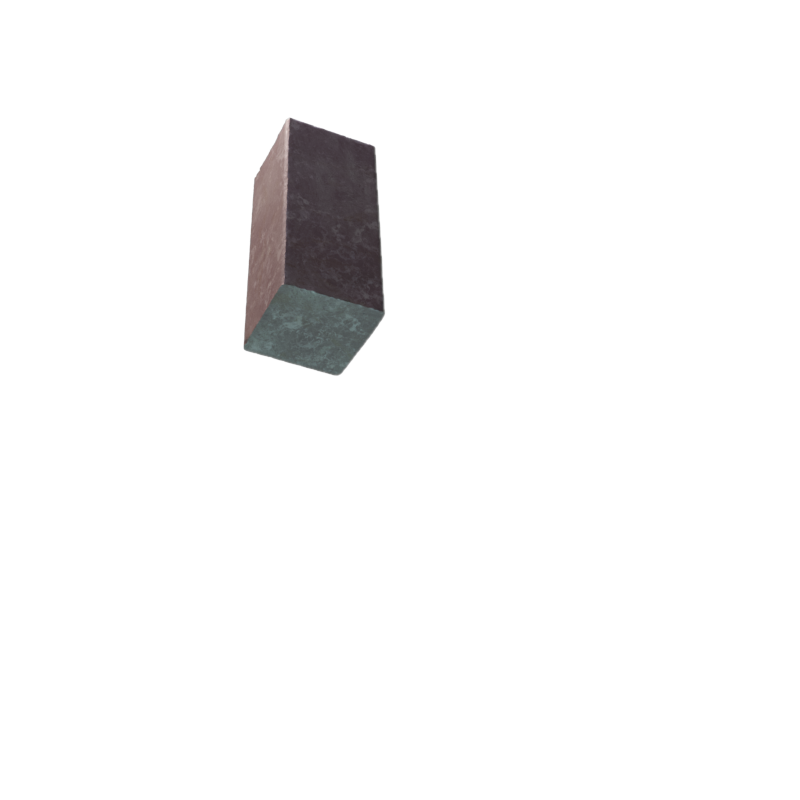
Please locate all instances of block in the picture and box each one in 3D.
[{"bbox_3d":[-0.075,-0.137,0.960,0.088,0.221,0.087,16,-45,-20],"label":"block"}]
